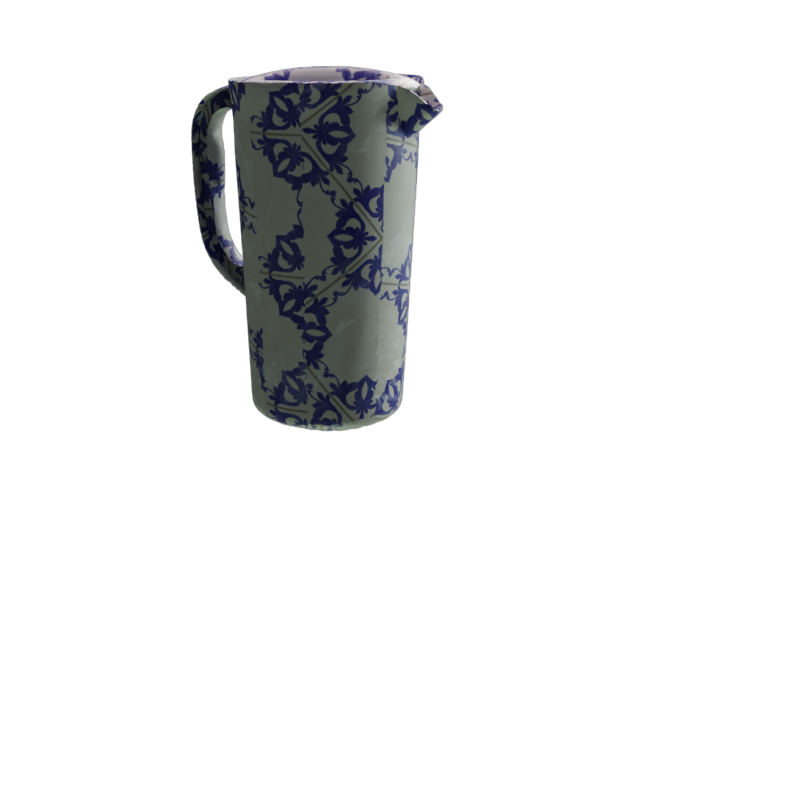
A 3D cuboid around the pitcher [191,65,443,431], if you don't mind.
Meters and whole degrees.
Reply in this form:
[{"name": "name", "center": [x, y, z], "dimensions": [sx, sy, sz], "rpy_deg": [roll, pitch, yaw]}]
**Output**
[{"name": "pitcher", "center": [-0.061, -0.111, 0.776], "dimensions": [0.142, 0.236, 0.157], "rpy_deg": [-4, 14, -20]}]
